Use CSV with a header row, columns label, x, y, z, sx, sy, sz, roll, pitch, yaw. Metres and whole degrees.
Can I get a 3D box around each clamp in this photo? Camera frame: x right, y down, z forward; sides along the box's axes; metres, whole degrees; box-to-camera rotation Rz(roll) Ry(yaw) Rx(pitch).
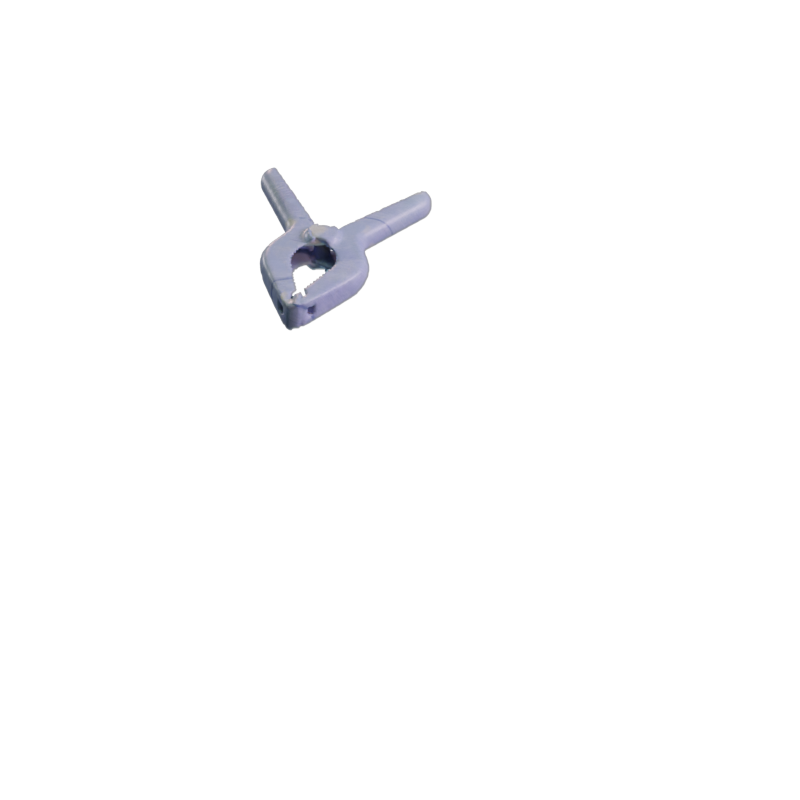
label,x,y,z,sx,sy,sz,roll,pitch,yaw
clamp,-0.077,-0.141,0.989,0.169,0.034,0.219,13,43,14
